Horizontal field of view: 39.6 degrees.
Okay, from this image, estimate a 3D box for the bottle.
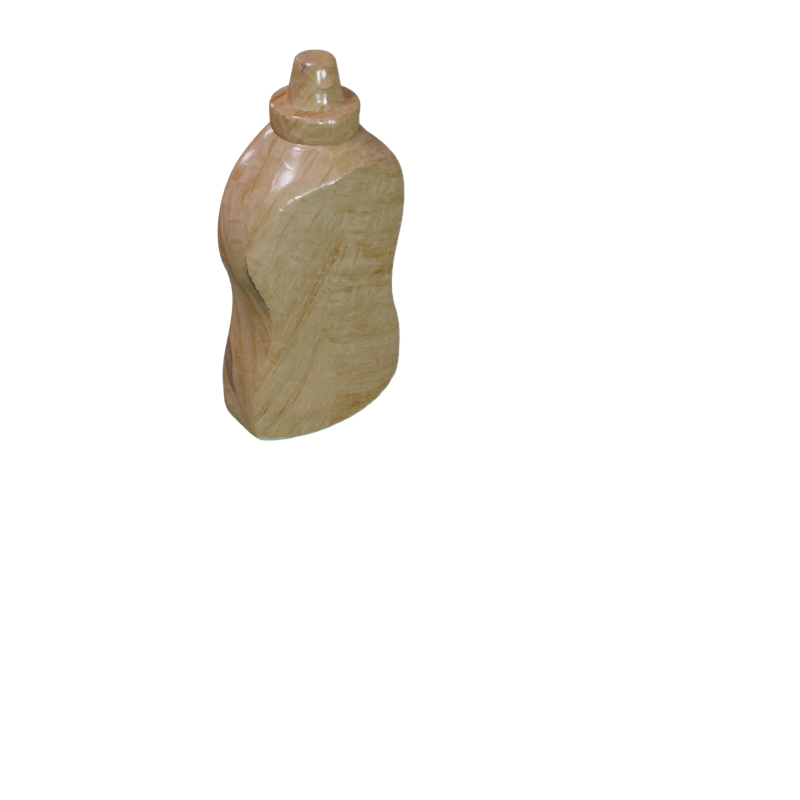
[{"bbox_3d":[-0.041,-0.076,0.532,0.095,0.179,0.063,-23,42,-31],"label":"bottle"}]
